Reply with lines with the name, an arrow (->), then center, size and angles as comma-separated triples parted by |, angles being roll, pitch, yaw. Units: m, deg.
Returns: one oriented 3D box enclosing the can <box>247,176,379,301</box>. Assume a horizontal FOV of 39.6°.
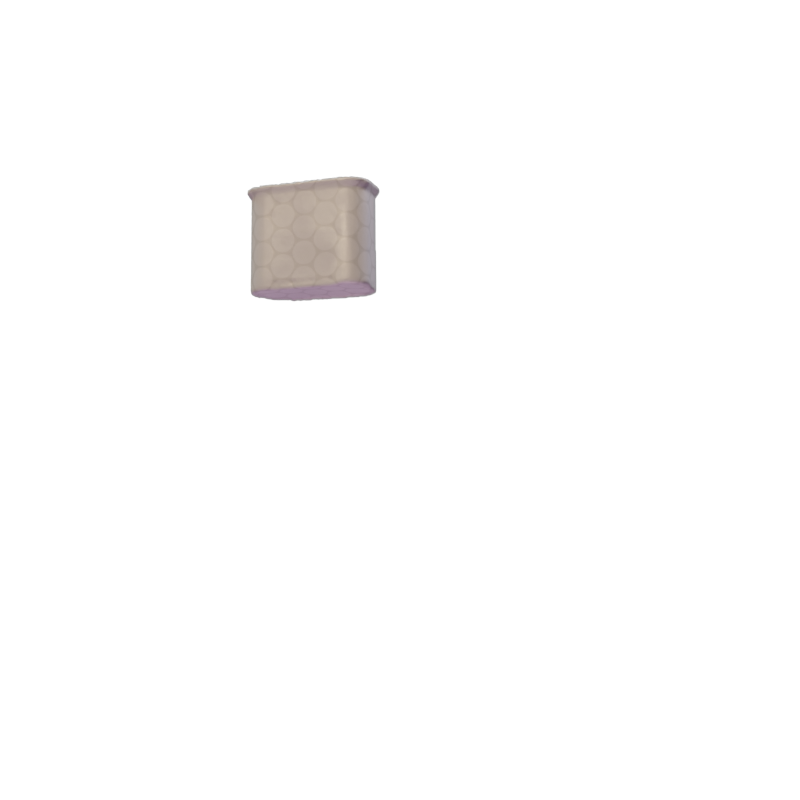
can -> -0.068, -0.124, 0.867 | 0.104, 0.086, 0.055 | -3, -11, 18
